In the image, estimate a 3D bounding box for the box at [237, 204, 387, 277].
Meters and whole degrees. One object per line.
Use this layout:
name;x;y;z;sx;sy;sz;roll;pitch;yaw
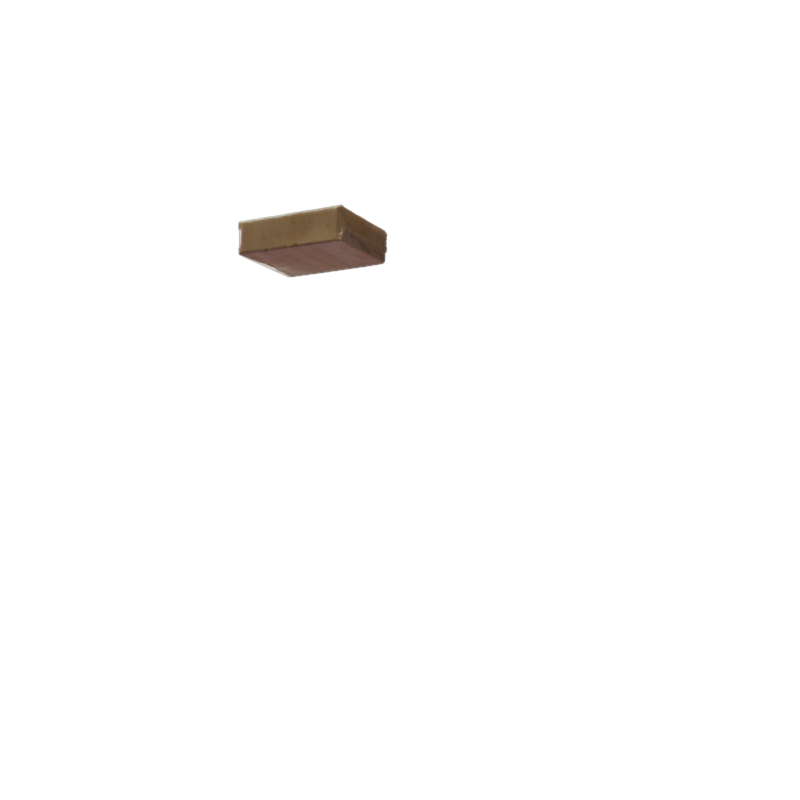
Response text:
box;-0.065;-0.118;0.826;0.091;0.031;0.069;-5;-11;27
